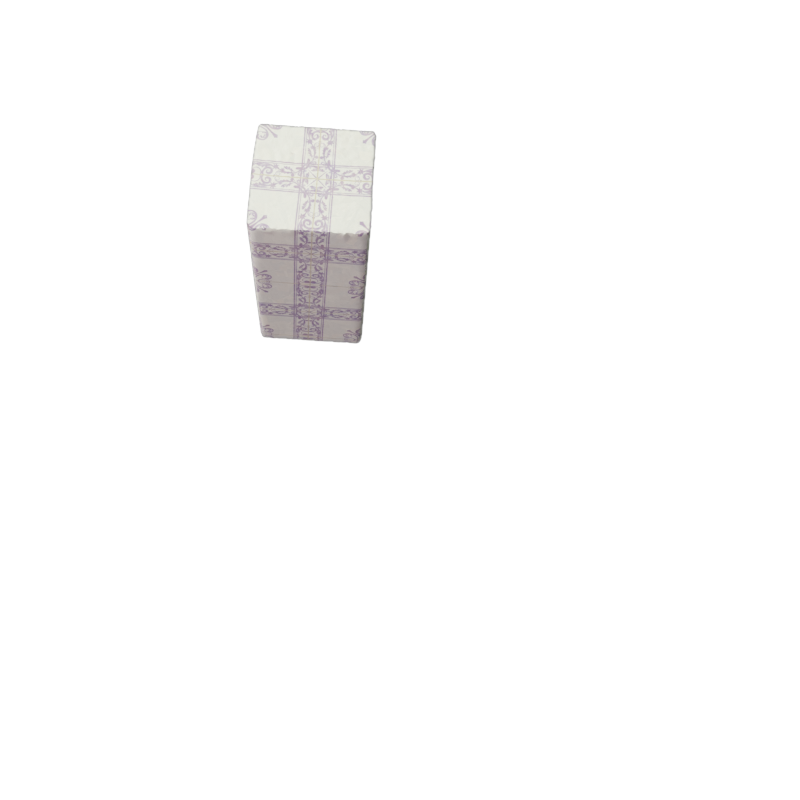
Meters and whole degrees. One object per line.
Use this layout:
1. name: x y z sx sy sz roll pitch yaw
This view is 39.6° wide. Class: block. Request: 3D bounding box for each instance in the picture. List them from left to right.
1. block: -0.070 -0.127 0.894 0.091 0.095 0.196 4 -22 -2
